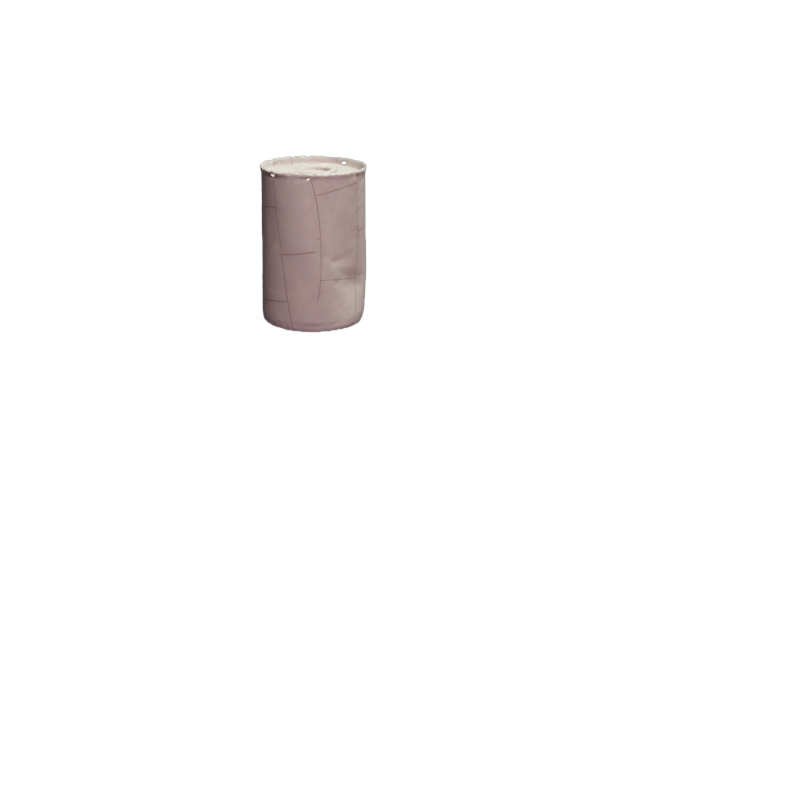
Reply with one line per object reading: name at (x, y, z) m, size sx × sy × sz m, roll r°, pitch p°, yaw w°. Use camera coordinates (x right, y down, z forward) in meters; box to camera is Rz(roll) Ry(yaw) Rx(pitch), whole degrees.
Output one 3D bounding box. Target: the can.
can at (-0.056, -0.102, 0.716) m, size 0.068 × 0.099 × 0.071 m, roll 0°, pitch 17°, yaw -2°
